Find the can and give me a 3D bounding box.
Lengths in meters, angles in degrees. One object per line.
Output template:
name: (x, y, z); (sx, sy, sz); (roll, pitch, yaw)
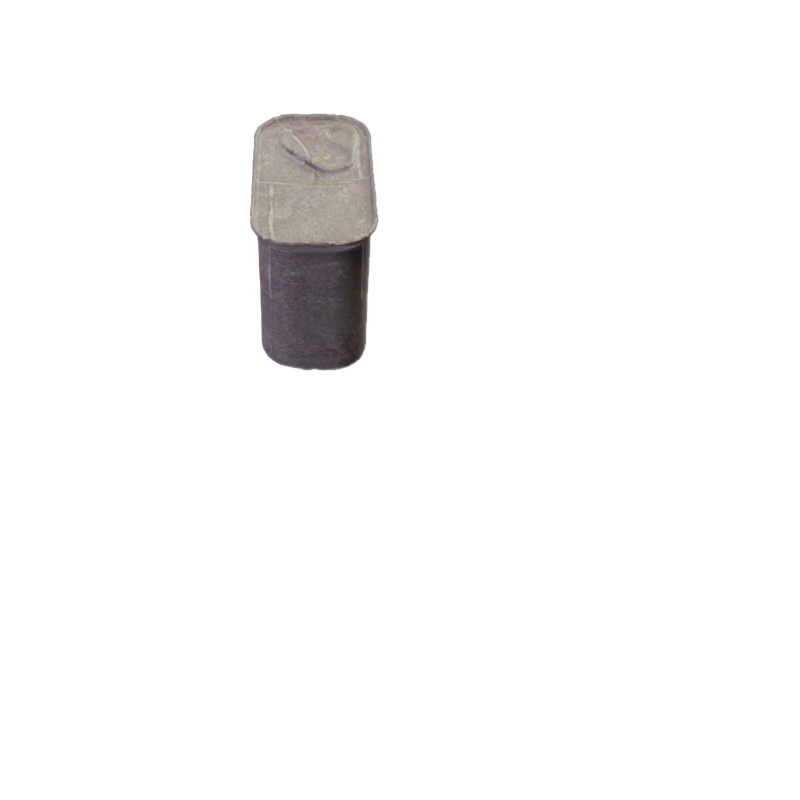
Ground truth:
can: (-0.043, -0.078, 0.543); (0.057, 0.078, 0.110); (-1, 44, -4)
